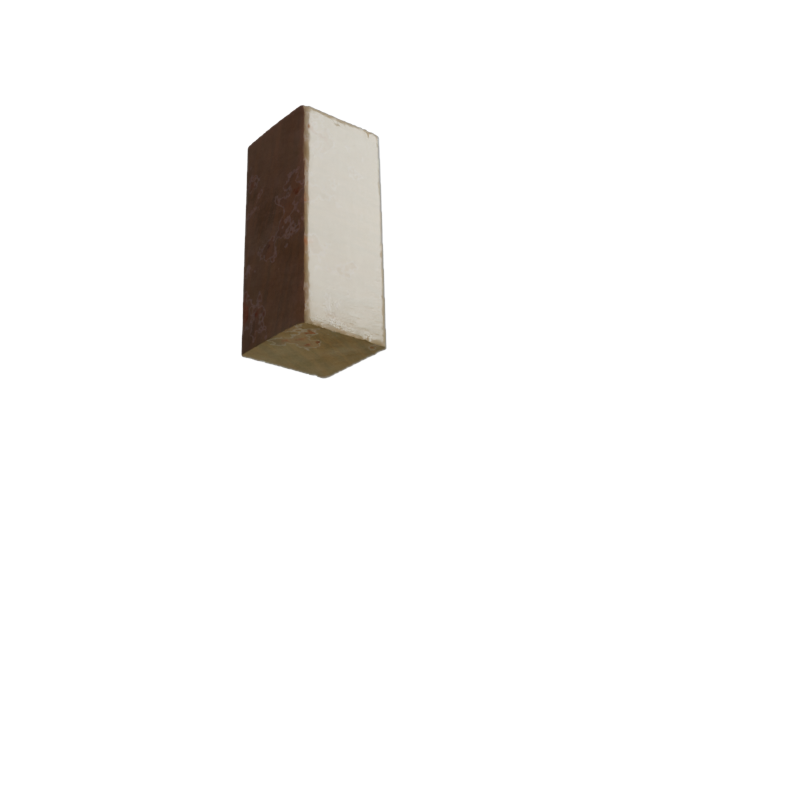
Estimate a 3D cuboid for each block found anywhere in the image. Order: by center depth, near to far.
[{"bbox_3d":[-0.075,-0.137,0.960,0.086,0.218,0.090,18,-32,-35],"label":"block"}]
